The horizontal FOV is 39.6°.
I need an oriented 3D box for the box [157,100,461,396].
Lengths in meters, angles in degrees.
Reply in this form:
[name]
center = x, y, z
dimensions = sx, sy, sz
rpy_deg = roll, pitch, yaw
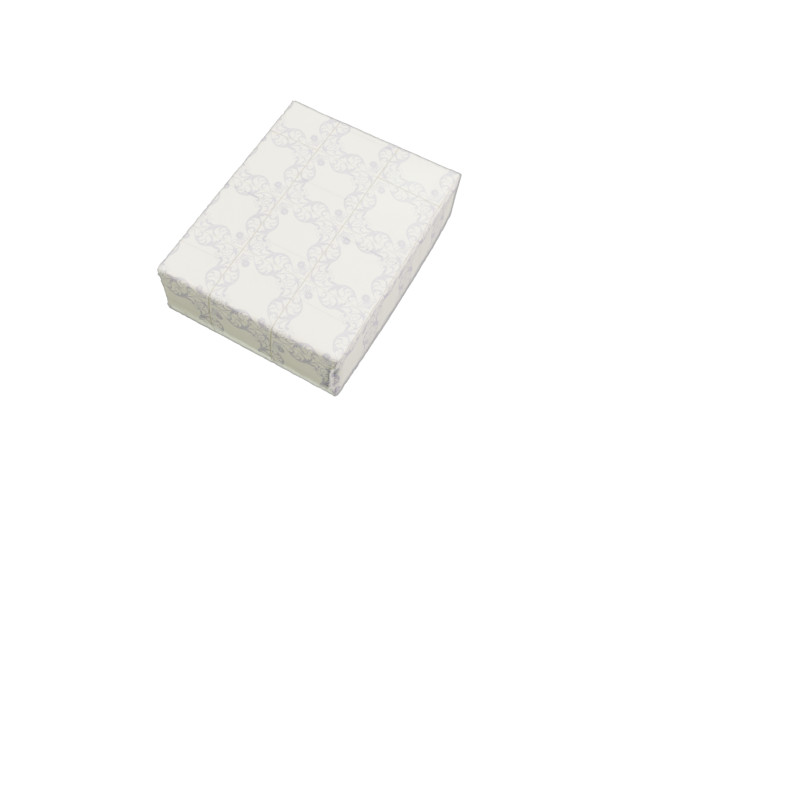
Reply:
[box]
center = -0.038, -0.070, 0.492
dimensions = 0.093, 0.117, 0.036
rpy_deg = 26, -29, 15
